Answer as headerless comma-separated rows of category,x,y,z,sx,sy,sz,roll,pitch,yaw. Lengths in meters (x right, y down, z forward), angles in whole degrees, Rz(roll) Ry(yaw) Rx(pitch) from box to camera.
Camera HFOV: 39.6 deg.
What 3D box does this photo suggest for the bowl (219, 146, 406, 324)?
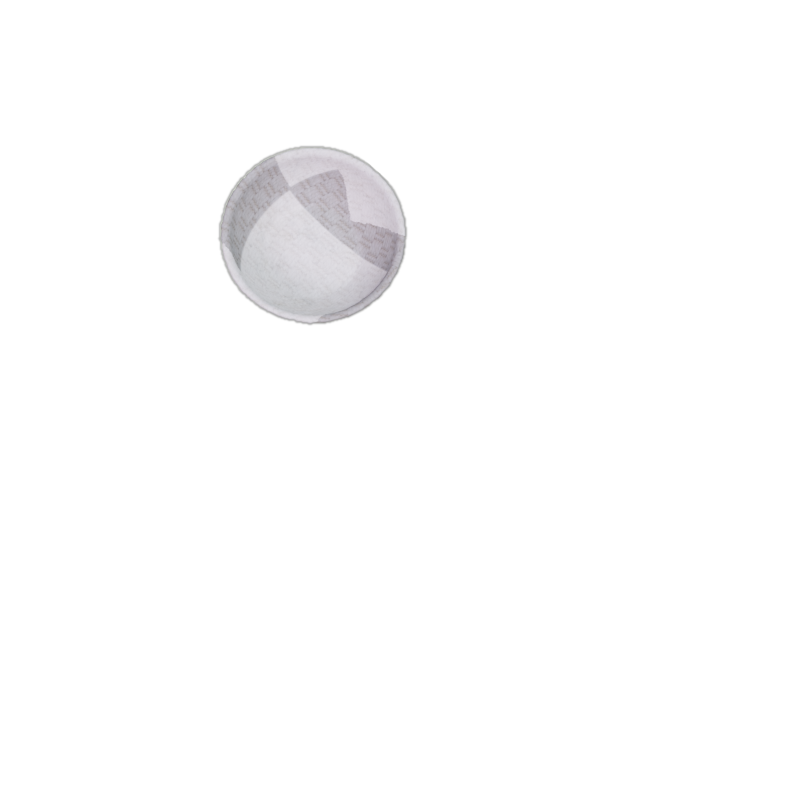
bowl,-0.077,-0.141,0.986,0.162,0.169,0.053,-1,-16,-1
